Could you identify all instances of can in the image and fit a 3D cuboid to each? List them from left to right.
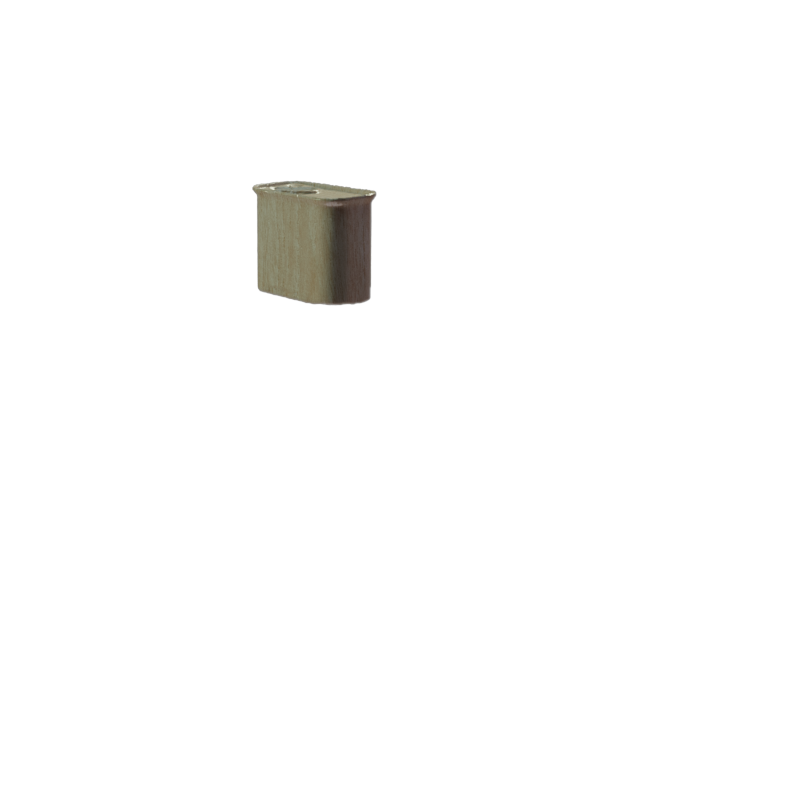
[{"bbox_3d":[-0.068,-0.123,0.862,0.108,0.081,0.056,15,20,42],"label":"can"}]
